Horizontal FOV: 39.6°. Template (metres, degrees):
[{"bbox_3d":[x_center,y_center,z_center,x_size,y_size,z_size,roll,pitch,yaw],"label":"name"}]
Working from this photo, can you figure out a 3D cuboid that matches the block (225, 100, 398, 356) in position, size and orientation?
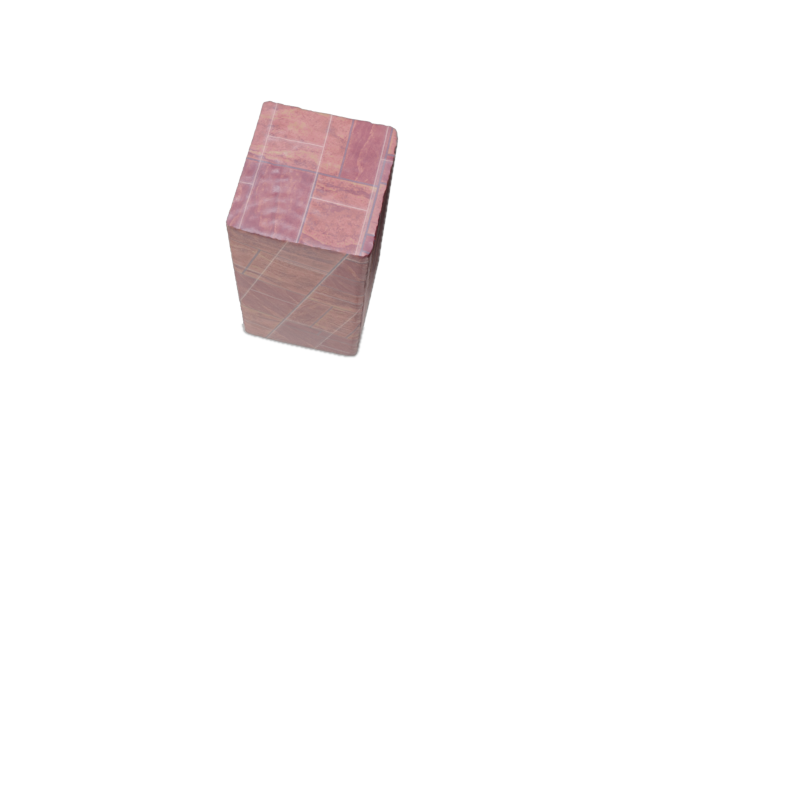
[{"bbox_3d":[-0.059,-0.109,0.763,0.091,0.094,0.197,13,-17,0],"label":"block"}]
